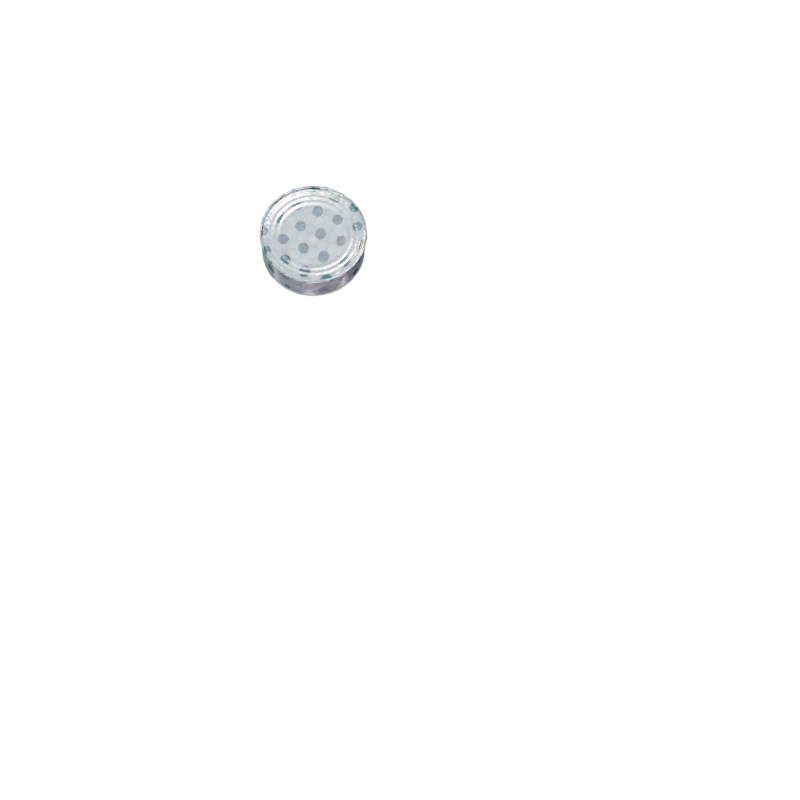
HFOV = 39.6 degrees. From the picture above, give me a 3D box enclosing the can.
[{"bbox_3d":[-0.070,-0.128,0.897,0.086,0.091,0.032,-1,-25,-1],"label":"can"}]
